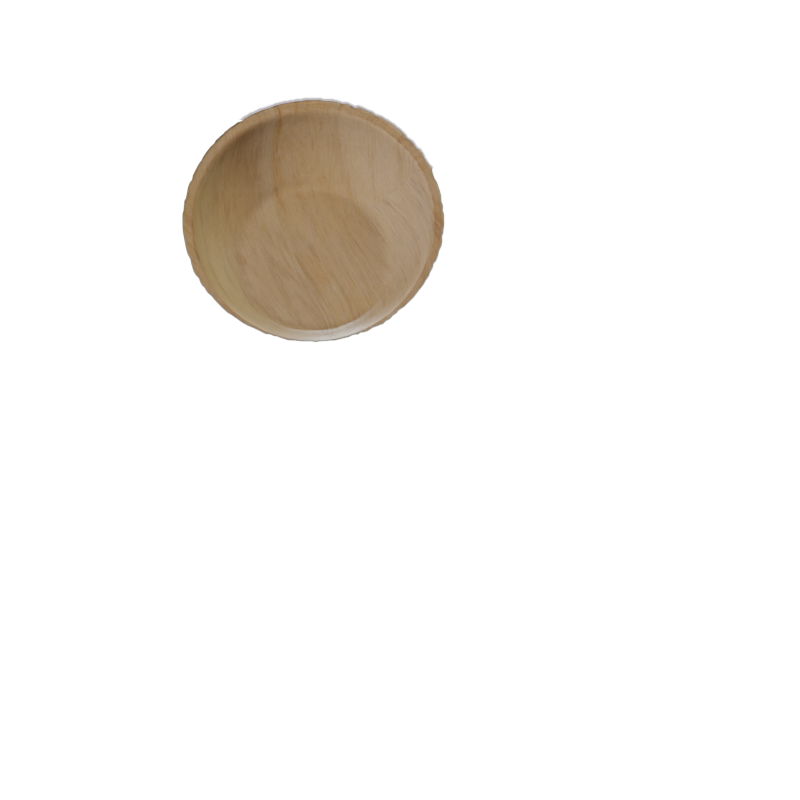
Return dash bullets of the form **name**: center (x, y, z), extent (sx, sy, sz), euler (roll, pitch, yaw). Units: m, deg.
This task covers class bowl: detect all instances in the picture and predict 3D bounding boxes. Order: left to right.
- **bowl**: center (-0.052, -0.095, 0.663), extent (0.162, 0.154, 0.058), euler (1, 25, -1)
